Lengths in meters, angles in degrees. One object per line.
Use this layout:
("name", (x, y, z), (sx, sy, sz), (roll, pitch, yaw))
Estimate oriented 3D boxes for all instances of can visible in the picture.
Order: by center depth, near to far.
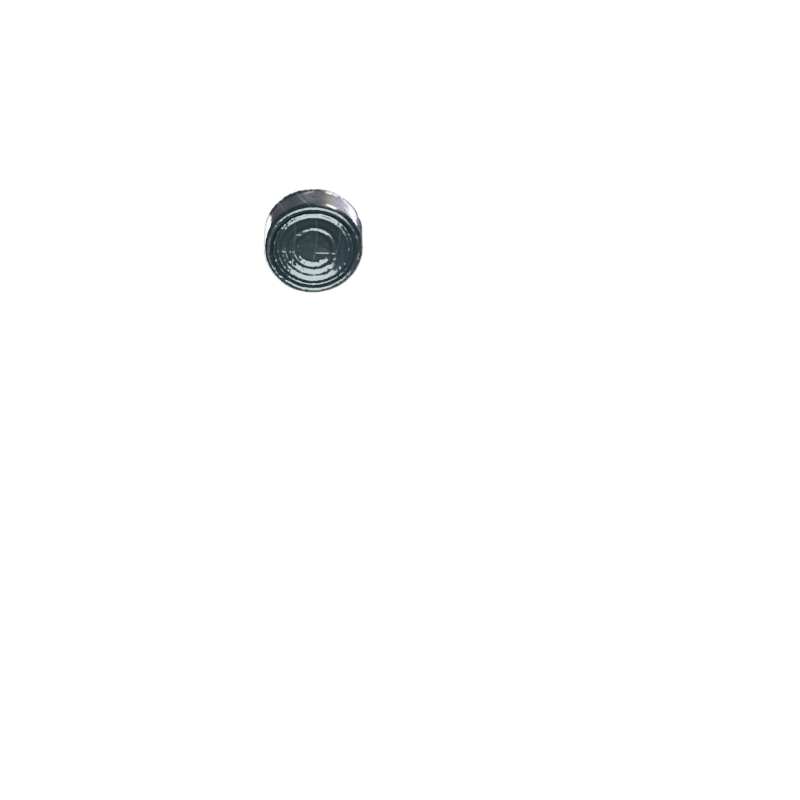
("can", (-0.075, -0.136, 0.952), (0.086, 0.081, 0.036), (1, 29, -1))
